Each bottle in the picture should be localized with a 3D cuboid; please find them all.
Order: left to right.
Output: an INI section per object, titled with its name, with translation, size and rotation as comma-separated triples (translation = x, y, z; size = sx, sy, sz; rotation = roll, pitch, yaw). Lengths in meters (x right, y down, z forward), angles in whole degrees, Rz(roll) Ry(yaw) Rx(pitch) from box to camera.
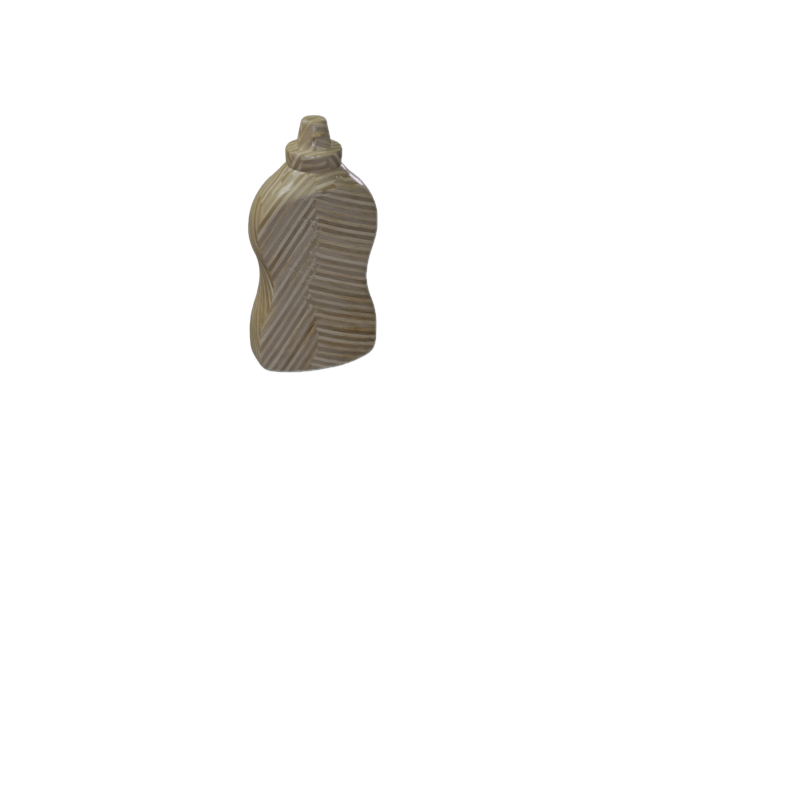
[bottle]
translation = -0.064, -0.117, 0.822
size = 0.094, 0.181, 0.063
rotation = -8, 27, -18
